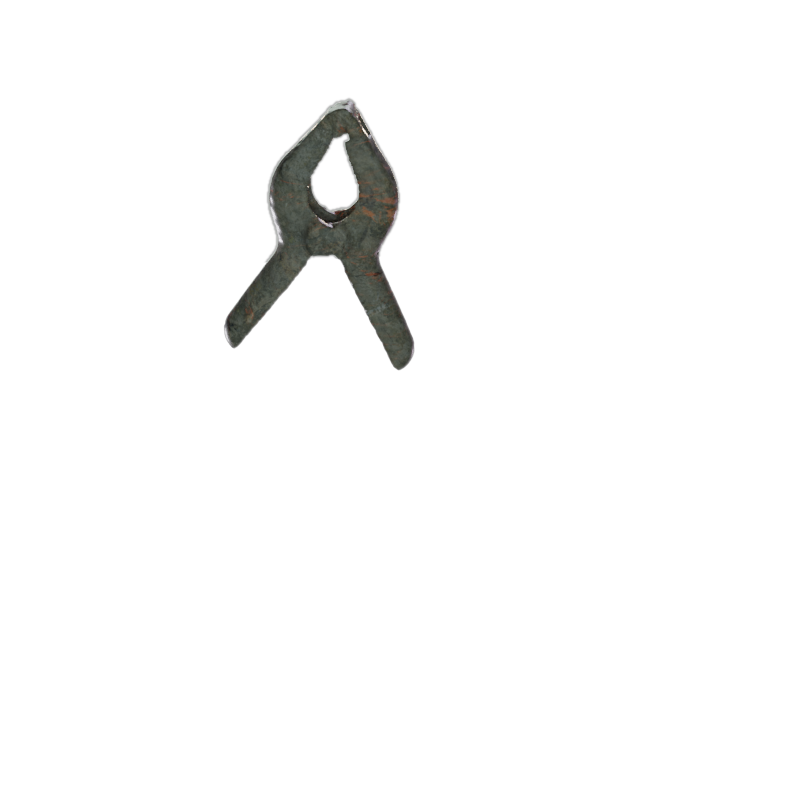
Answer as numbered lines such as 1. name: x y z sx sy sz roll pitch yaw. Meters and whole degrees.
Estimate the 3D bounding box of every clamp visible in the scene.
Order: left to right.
1. clamp: -0.054 -0.098 0.684 0.120 0.165 0.041 -2 17 0
